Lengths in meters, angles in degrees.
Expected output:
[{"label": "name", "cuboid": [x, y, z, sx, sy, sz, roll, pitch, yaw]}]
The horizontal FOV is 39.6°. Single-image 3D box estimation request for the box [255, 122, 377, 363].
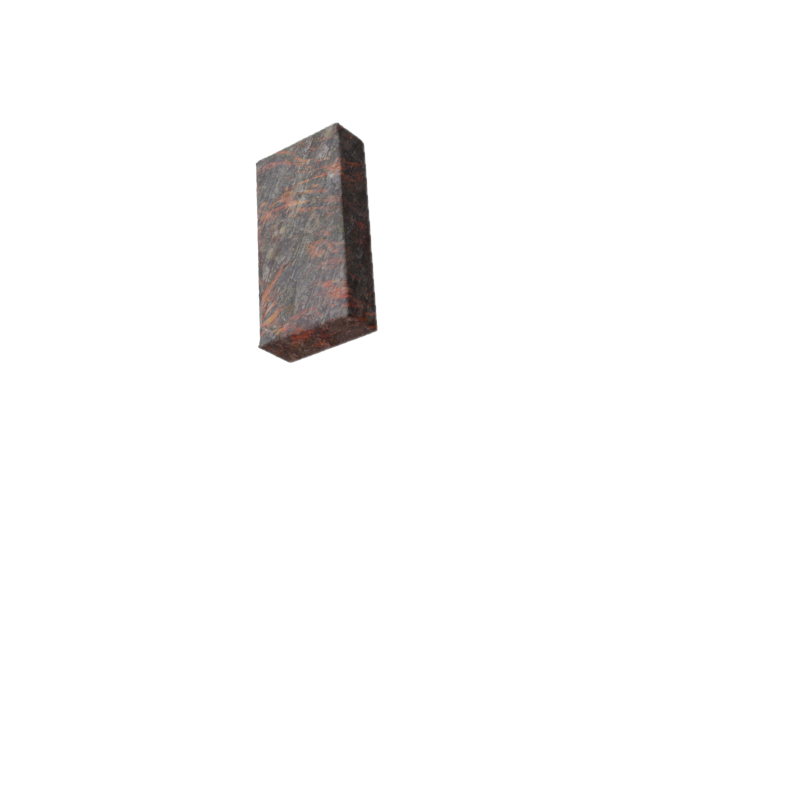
[{"label": "box", "cuboid": [-0.070, -0.128, 0.895, 0.094, 0.187, 0.045, -21, -33, 31]}]
